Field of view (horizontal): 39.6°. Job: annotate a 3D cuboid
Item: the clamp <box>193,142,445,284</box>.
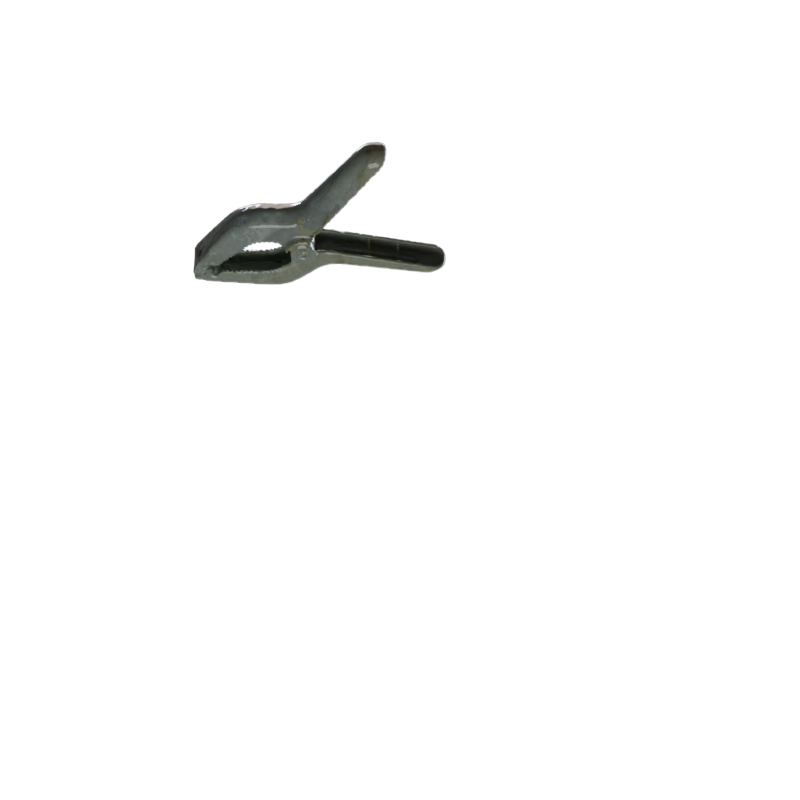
[{"bbox_3d":[-0.073,-0.133,0.932,0.212,0.039,0.152,-15,-35,23],"label":"clamp"}]
